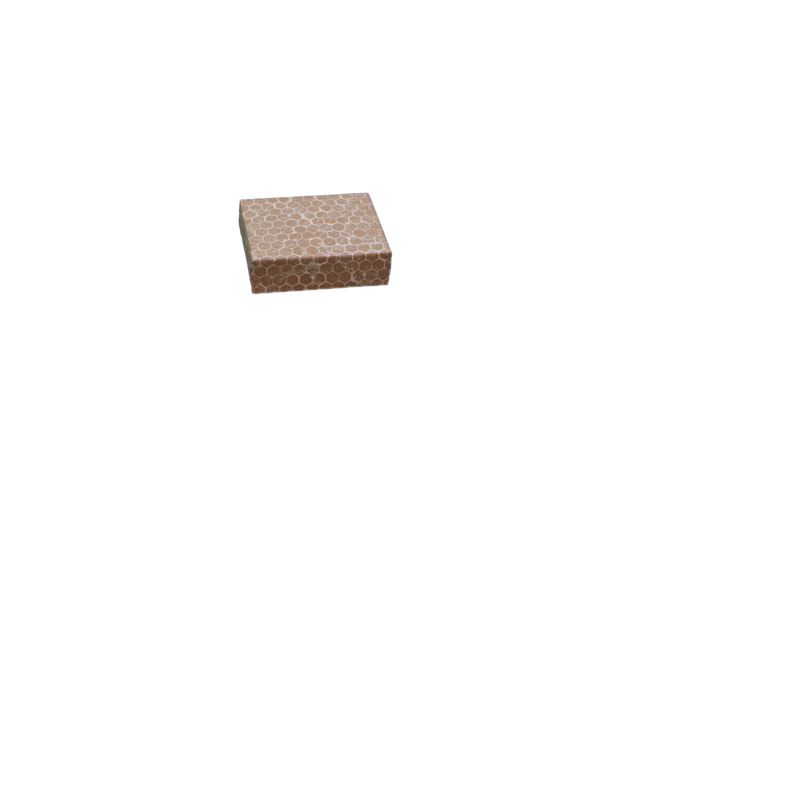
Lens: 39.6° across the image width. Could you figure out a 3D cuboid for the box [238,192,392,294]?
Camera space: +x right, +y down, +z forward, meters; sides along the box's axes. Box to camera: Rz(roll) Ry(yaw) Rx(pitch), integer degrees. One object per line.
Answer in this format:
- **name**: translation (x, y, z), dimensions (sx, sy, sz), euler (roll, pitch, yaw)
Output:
- **box**: translation (-0.070, -0.128, 0.896), dimensions (0.112, 0.036, 0.097), euler (-7, 39, -9)
